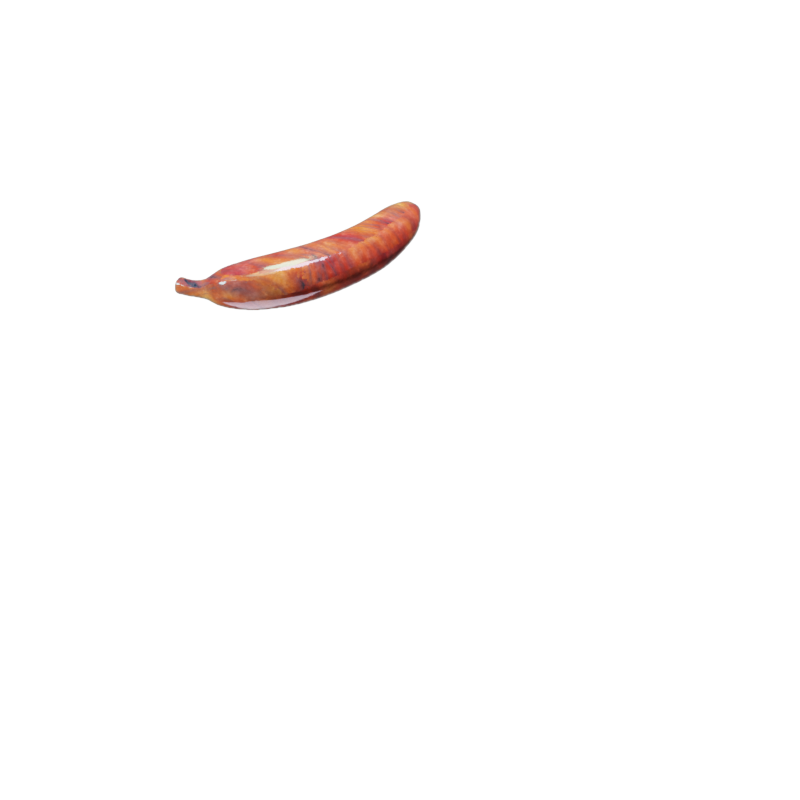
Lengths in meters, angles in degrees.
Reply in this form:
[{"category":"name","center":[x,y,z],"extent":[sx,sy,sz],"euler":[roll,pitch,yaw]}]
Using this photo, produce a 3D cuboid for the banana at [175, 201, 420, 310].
[{"category":"banana","center":[-0.054,-0.101,0.771],"extent":[0.195,0.034,0.075],"euler":[-21,41,-26]}]
